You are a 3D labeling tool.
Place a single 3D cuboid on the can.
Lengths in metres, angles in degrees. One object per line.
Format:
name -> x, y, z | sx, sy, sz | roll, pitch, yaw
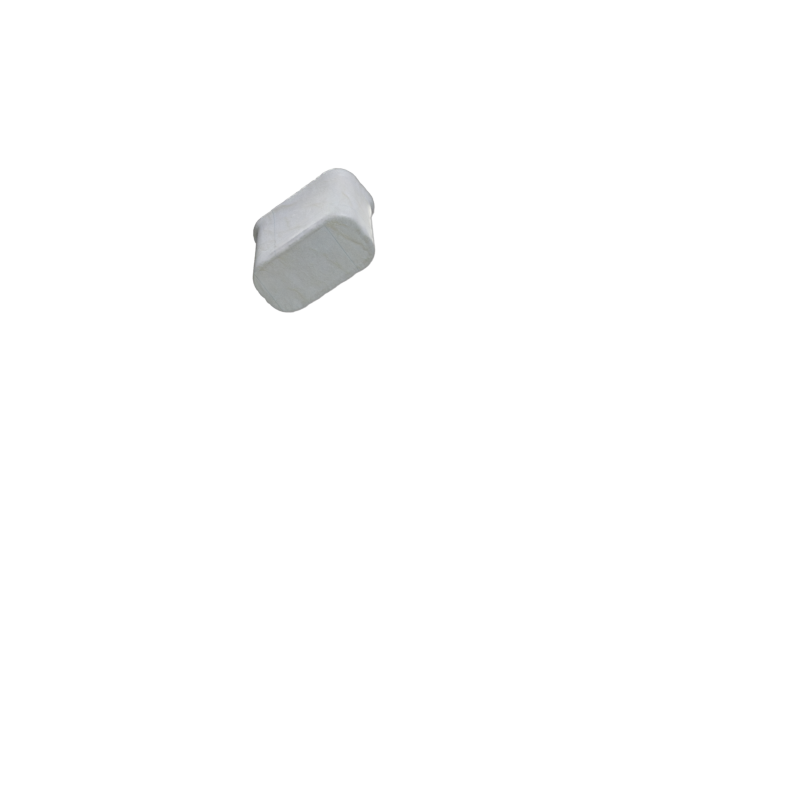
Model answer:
can -> -0.068, -0.125, 0.874 | 0.101, 0.054, 0.089 | -33, 27, 16
